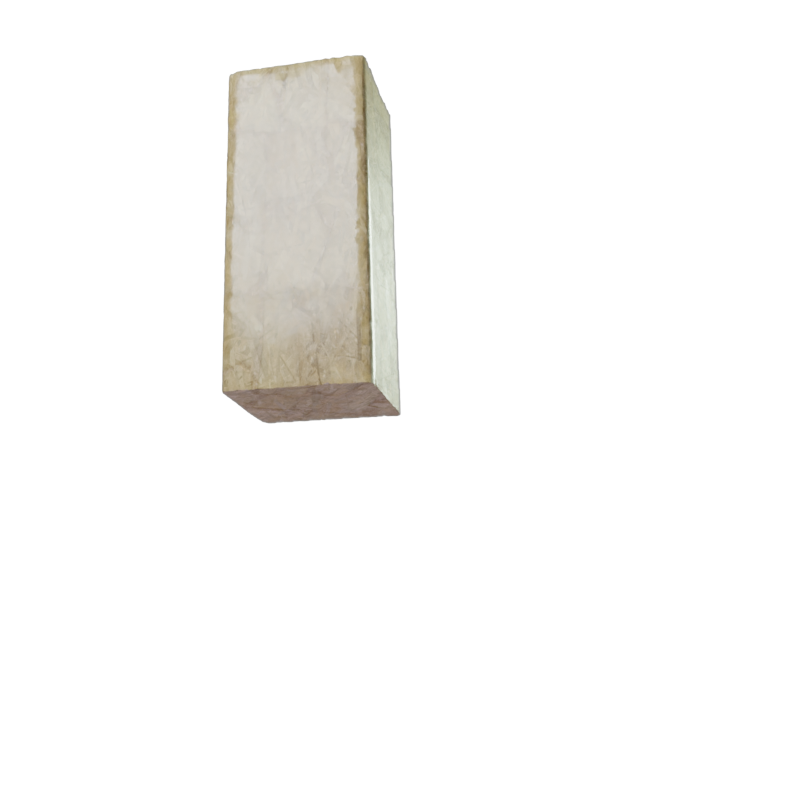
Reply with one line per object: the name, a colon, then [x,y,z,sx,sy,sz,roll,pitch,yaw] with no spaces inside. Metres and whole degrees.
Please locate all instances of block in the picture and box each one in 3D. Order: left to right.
block: [-0.054,-0.099,0.691,0.092,0.216,0.085,-6,-20,12]
